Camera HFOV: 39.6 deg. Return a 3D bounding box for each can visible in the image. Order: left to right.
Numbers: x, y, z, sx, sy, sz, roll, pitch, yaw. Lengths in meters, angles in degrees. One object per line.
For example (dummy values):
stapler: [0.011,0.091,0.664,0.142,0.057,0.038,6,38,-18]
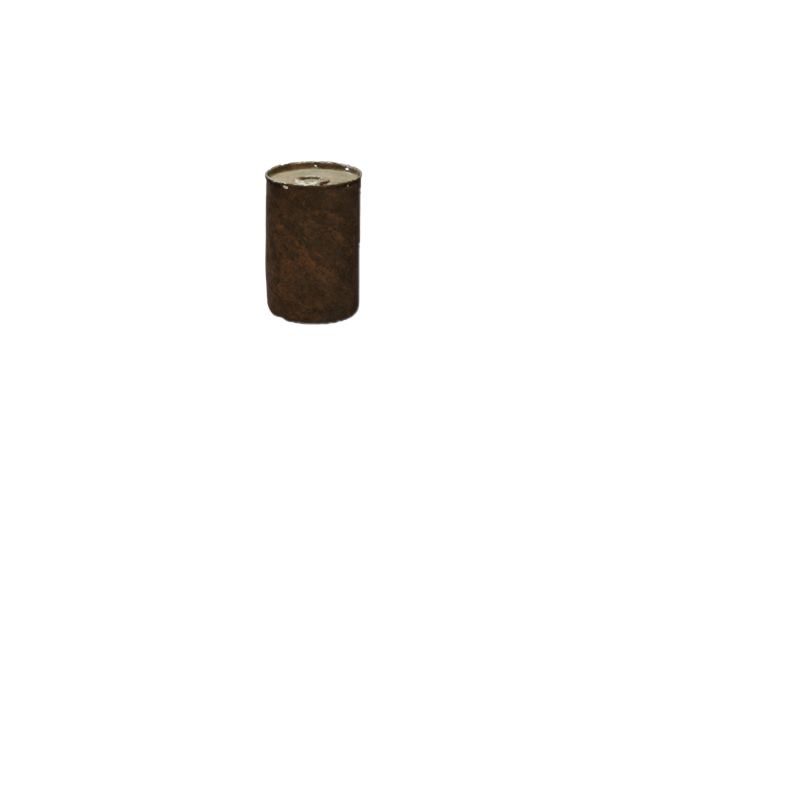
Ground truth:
can: [-0.062,-0.112,0.788,0.068,0.098,0.072,0,20,-2]
